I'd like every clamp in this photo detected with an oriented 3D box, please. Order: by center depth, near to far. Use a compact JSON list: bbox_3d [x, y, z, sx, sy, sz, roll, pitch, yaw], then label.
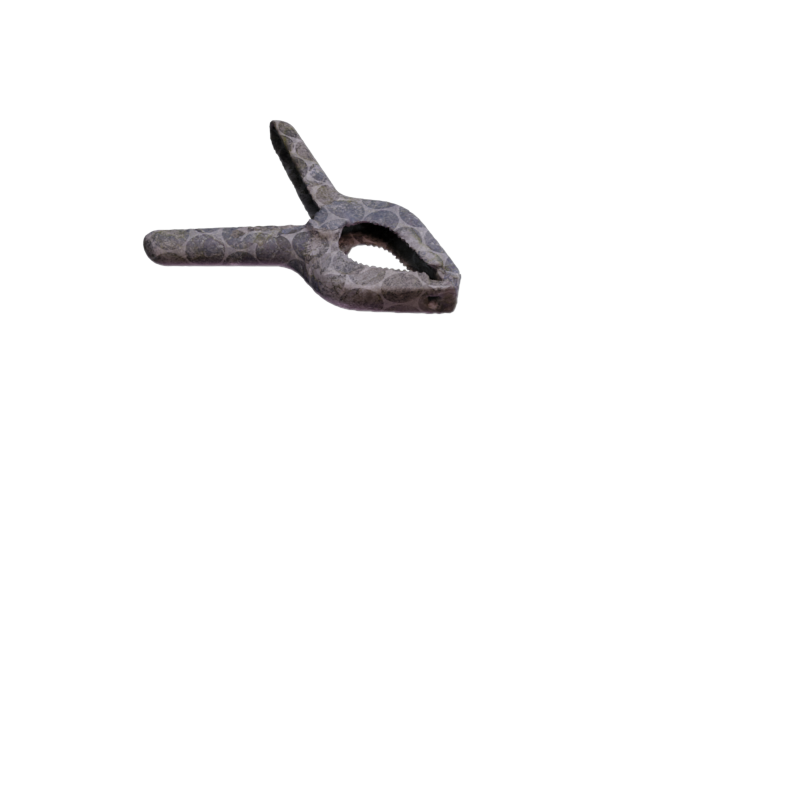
[{"bbox_3d":[-0.060,-0.109,0.762,0.222,0.034,0.167,31,56,24],"label":"clamp"}]
